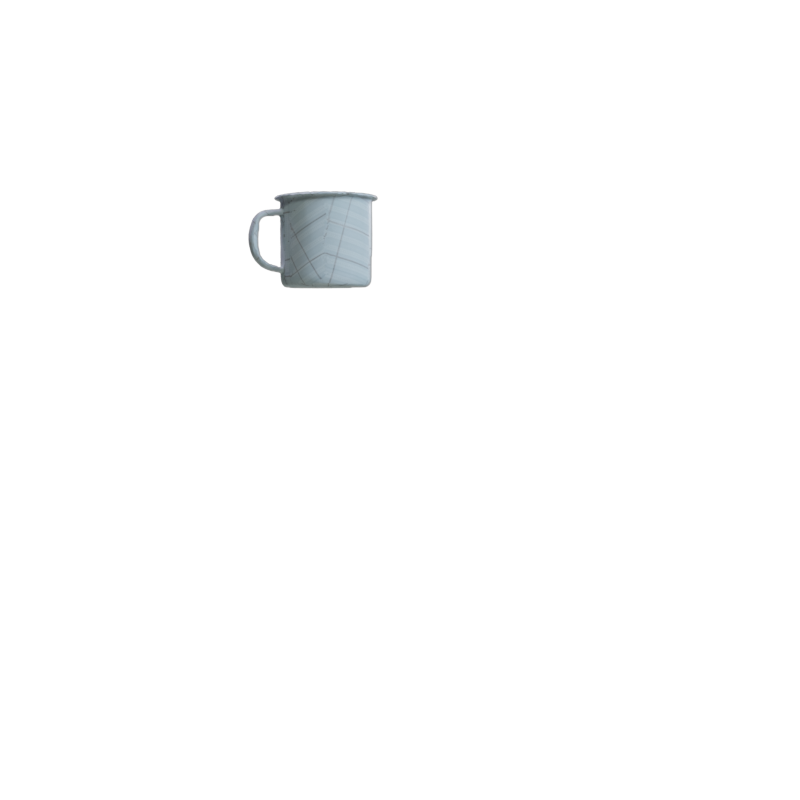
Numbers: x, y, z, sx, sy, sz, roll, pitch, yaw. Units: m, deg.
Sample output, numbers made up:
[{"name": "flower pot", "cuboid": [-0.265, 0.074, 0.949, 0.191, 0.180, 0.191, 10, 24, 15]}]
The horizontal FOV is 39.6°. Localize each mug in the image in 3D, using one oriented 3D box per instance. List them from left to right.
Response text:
[{"name": "mug", "cuboid": [-0.077, -0.141, 0.989, 0.114, 0.082, 0.095, -1, 1, -19]}]
